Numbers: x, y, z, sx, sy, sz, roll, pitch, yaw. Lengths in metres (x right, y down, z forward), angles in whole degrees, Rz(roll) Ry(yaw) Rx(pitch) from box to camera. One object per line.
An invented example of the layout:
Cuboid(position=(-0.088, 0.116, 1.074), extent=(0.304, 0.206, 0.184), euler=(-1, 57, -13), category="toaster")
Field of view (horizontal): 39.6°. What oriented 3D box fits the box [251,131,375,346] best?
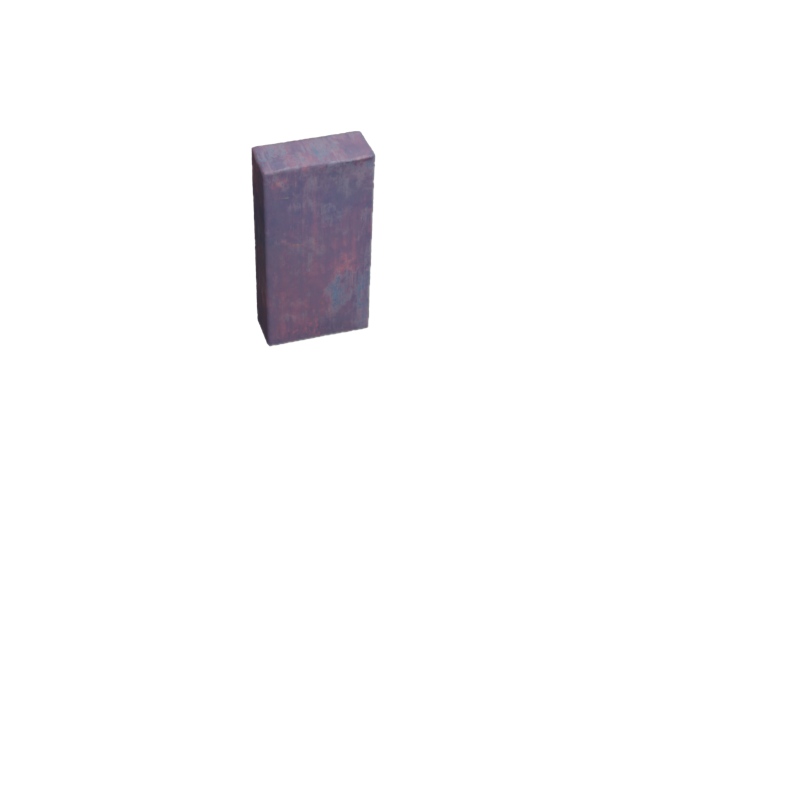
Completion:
Cuboid(position=(-0.071, -0.129, 0.908), extent=(0.092, 0.164, 0.052), euler=(-11, 44, -15), category="box")
